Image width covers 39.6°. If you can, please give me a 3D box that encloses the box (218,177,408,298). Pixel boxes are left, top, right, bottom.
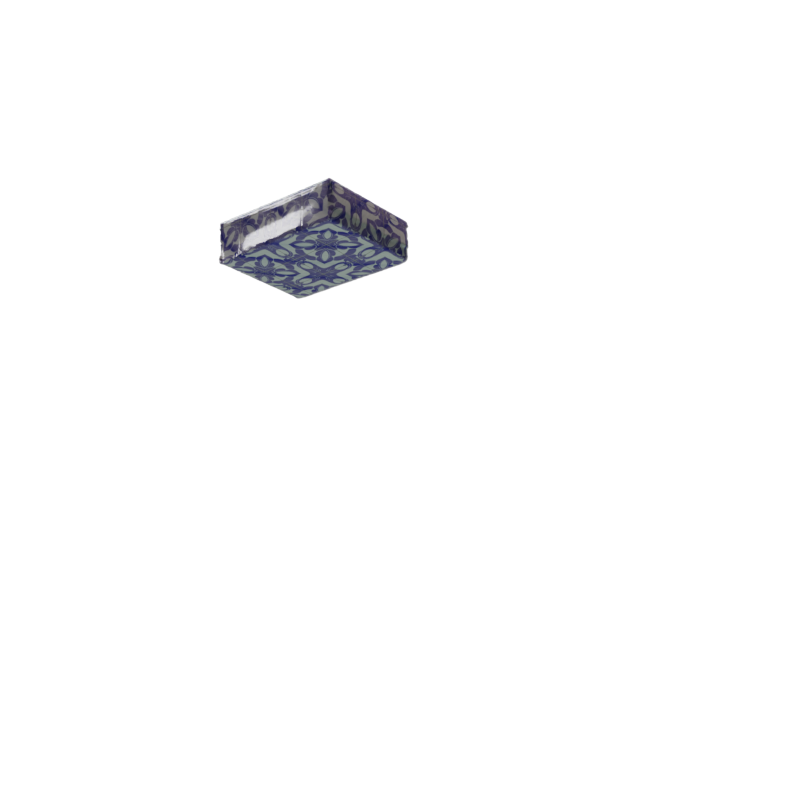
[{"bbox_3d":[-0.064,-0.117,0.821,0.115,0.041,0.084,-17,-27,36],"label":"box"}]
